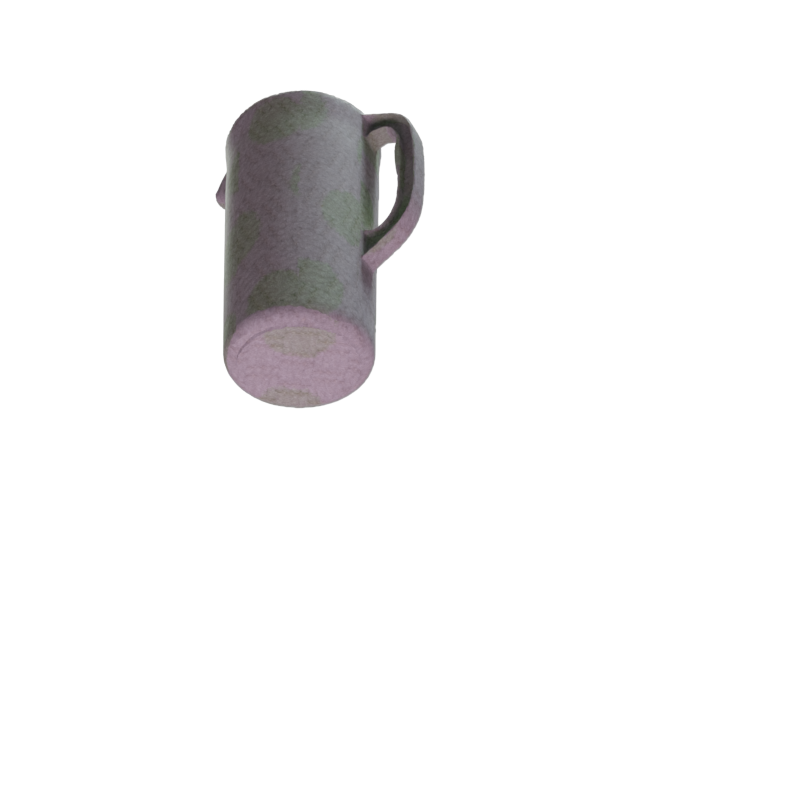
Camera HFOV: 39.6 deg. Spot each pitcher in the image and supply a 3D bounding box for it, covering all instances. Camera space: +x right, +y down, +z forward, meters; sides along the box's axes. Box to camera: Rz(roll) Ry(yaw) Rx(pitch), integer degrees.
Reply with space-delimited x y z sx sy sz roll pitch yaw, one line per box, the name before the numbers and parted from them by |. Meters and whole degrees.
pitcher | -0.067 -0.122 0.856 0.141 0.261 0.142 11 -44 -15
